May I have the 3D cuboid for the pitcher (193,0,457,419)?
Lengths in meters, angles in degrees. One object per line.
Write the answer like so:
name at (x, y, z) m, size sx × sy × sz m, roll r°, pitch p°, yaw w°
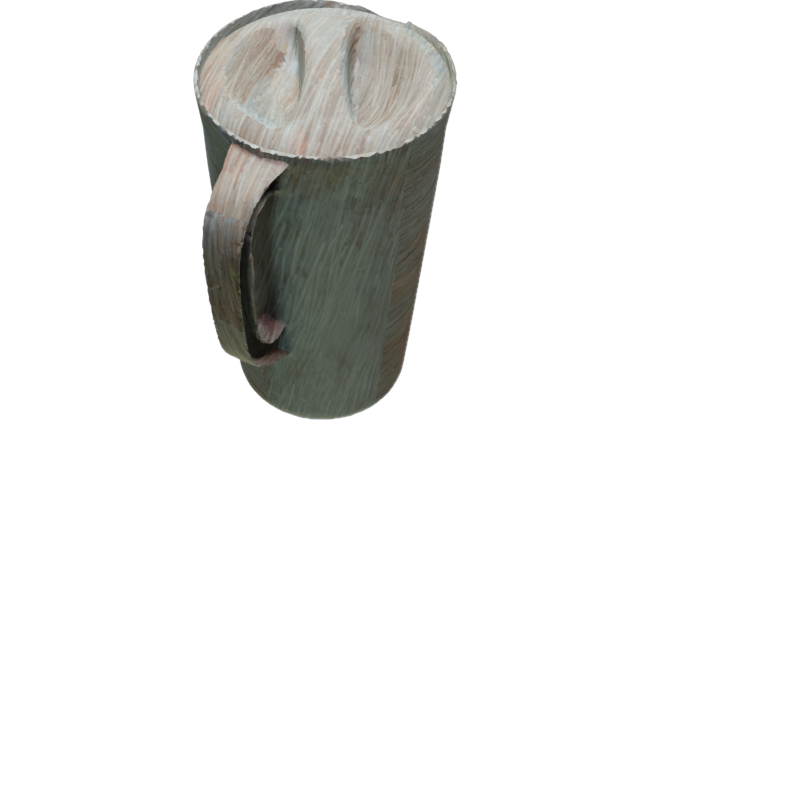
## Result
pitcher at (-0.050, -0.091, 0.636) m, size 0.148 × 0.157 × 0.226 m, roll -14°, pitch -38°, yaw -14°
